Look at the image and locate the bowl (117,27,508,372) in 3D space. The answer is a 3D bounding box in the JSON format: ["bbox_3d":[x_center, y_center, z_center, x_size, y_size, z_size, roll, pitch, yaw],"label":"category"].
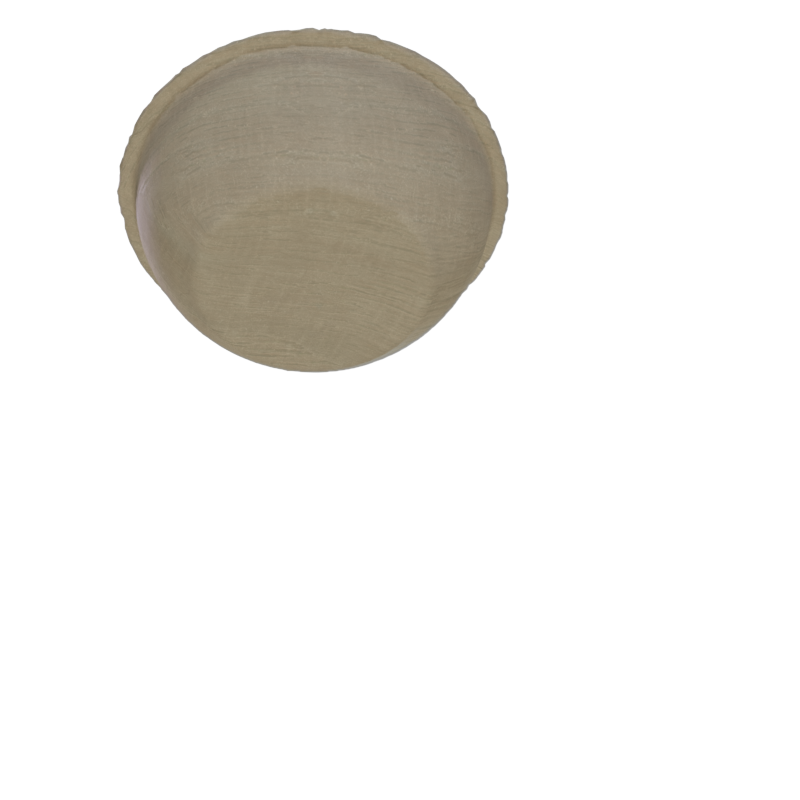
[{"bbox_3d":[-0.034,-0.063,0.441,0.162,0.151,0.059,1,40,-1],"label":"bowl"}]
